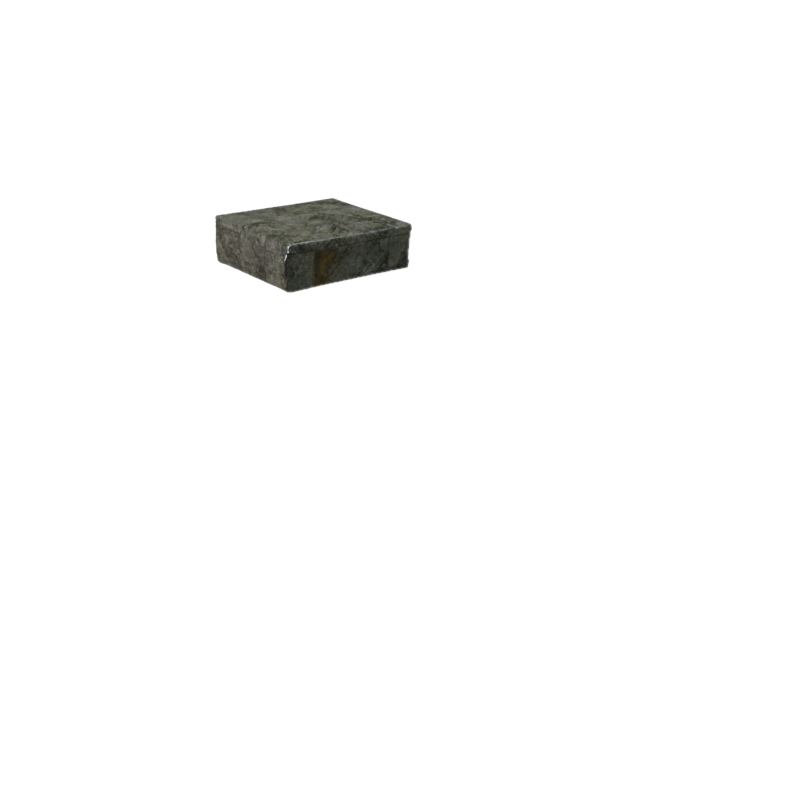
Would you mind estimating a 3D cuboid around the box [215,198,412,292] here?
[{"bbox_3d":[-0.062,-0.113,0.794,0.111,0.037,0.096,-18,29,-37],"label":"box"}]
